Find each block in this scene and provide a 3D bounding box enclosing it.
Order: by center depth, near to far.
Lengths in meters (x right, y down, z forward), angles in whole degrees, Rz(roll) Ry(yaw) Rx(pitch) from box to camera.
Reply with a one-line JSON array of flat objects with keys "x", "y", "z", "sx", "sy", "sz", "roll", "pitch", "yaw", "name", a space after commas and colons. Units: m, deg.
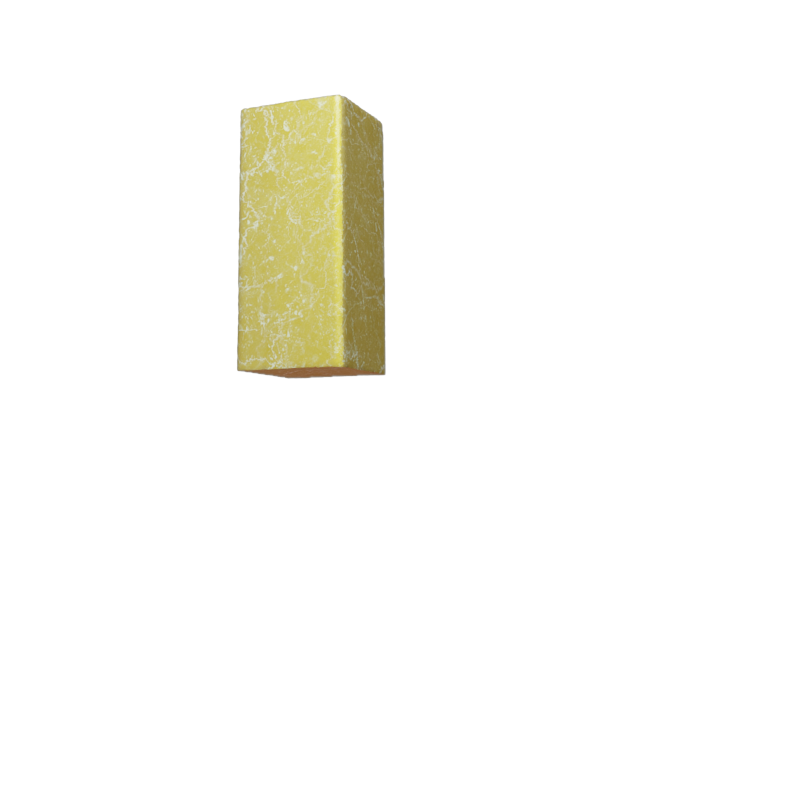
[{"x": -0.068, "y": -0.125, "z": 0.873, "sx": 0.092, "sy": 0.212, "sz": 0.086, "roll": -5, "pitch": -11, "yaw": 23, "name": "block"}]
